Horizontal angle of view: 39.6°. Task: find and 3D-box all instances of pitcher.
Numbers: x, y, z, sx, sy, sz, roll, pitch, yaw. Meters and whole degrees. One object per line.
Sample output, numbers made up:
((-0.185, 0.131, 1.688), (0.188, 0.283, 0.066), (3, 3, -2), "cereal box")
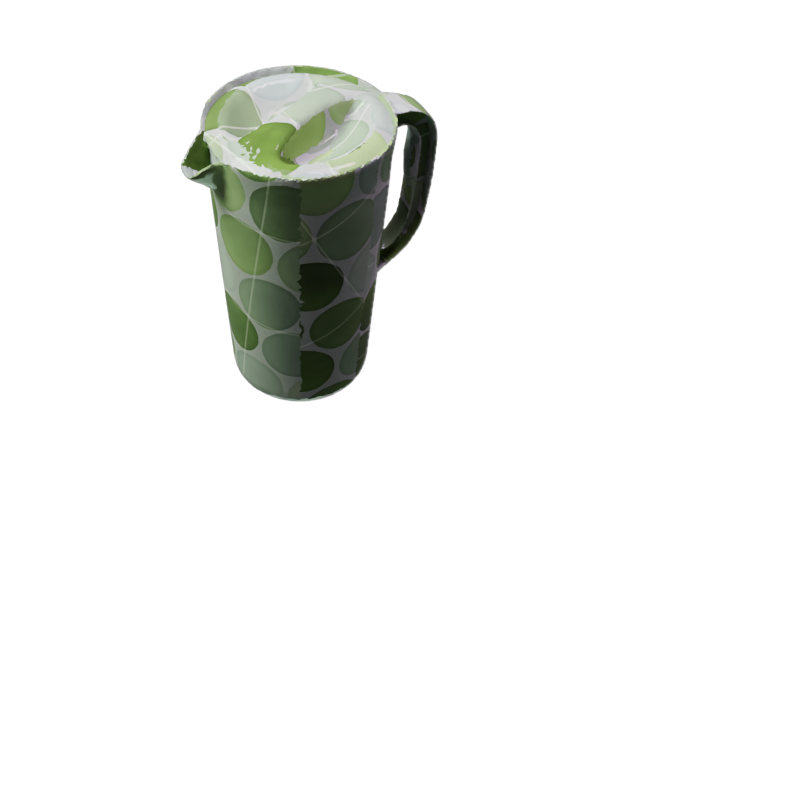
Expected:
((-0.064, -0.117, 0.823), (0.153, 0.226, 0.152), (14, 47, 10), "pitcher")
